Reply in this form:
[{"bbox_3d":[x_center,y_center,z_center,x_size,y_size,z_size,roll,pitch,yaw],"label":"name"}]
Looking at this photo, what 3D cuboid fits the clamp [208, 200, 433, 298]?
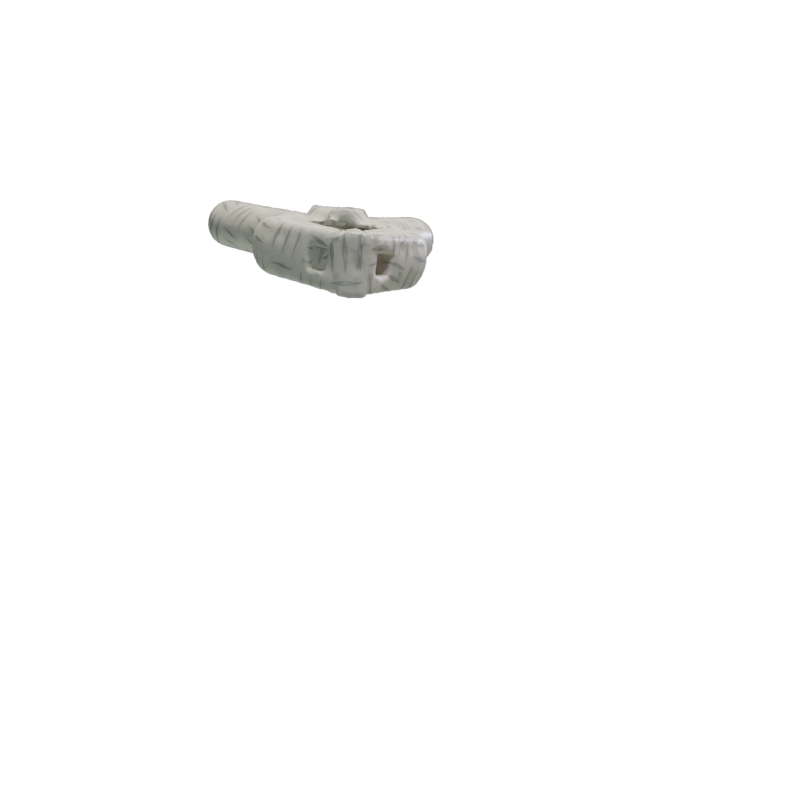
[{"bbox_3d":[-0.042,-0.076,0.532,0.120,0.039,0.174,0,10,1],"label":"clamp"}]
